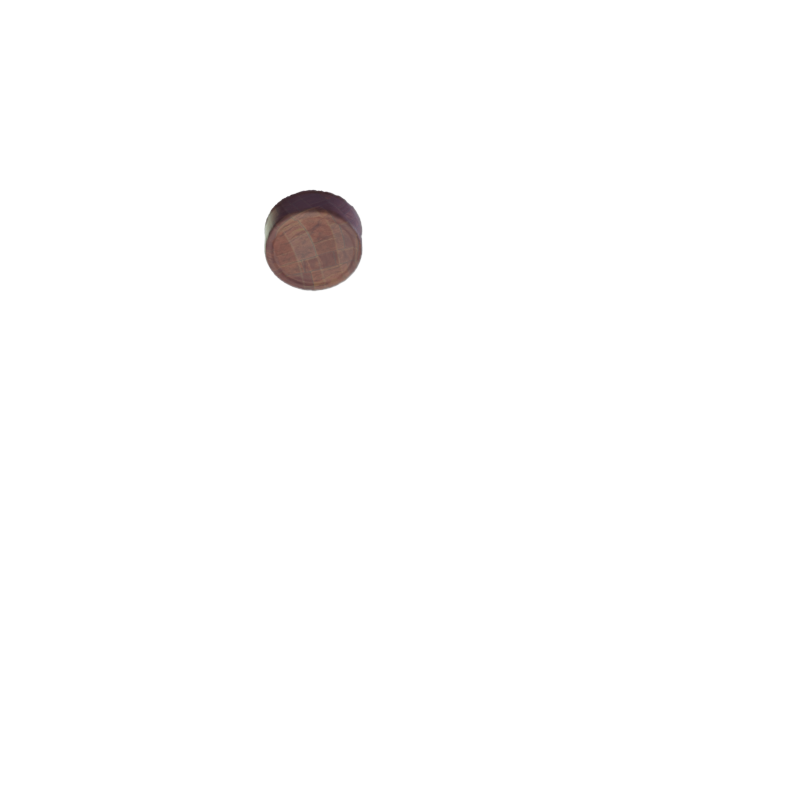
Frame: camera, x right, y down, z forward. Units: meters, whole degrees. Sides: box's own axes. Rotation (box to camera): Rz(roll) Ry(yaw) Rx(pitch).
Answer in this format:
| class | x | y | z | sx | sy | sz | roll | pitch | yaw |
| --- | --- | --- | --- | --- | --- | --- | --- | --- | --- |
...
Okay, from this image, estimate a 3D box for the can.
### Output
| class | x | y | z | sx | sy | sz | roll | pitch | yaw |
| --- | --- | --- | --- | --- | --- | --- | --- | --- | --- |
| can | -0.075 | -0.137 | 0.958 | 0.086 | 0.080 | 0.036 | 1 | 38 | -1 |
